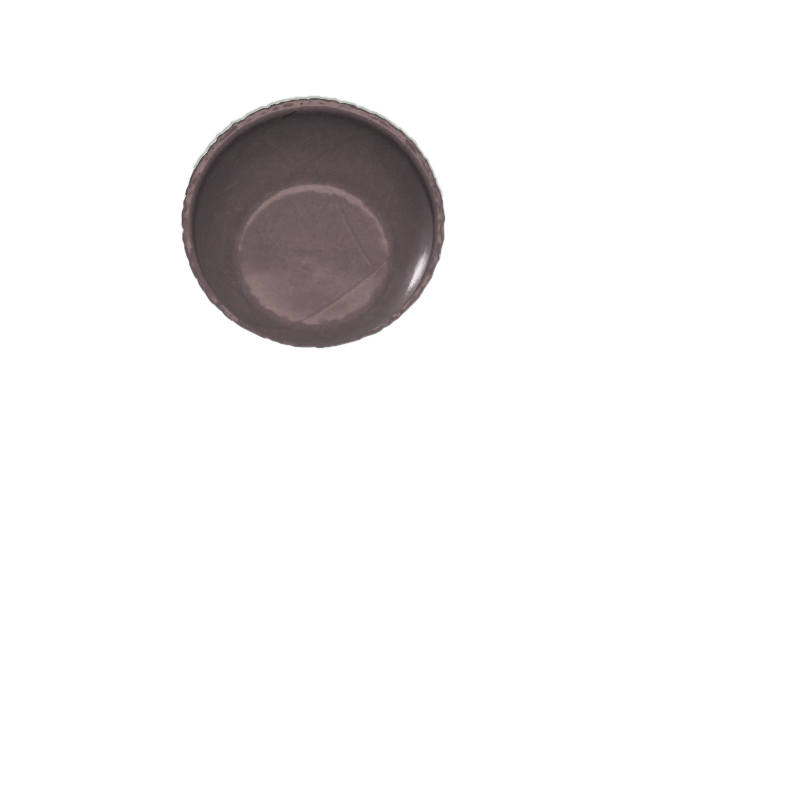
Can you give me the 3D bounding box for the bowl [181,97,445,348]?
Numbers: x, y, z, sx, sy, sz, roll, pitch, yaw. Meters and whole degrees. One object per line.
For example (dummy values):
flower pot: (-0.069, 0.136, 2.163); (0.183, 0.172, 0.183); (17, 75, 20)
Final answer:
bowl: (-0.051, -0.094, 0.656); (0.162, 0.155, 0.058); (1, 22, -1)
